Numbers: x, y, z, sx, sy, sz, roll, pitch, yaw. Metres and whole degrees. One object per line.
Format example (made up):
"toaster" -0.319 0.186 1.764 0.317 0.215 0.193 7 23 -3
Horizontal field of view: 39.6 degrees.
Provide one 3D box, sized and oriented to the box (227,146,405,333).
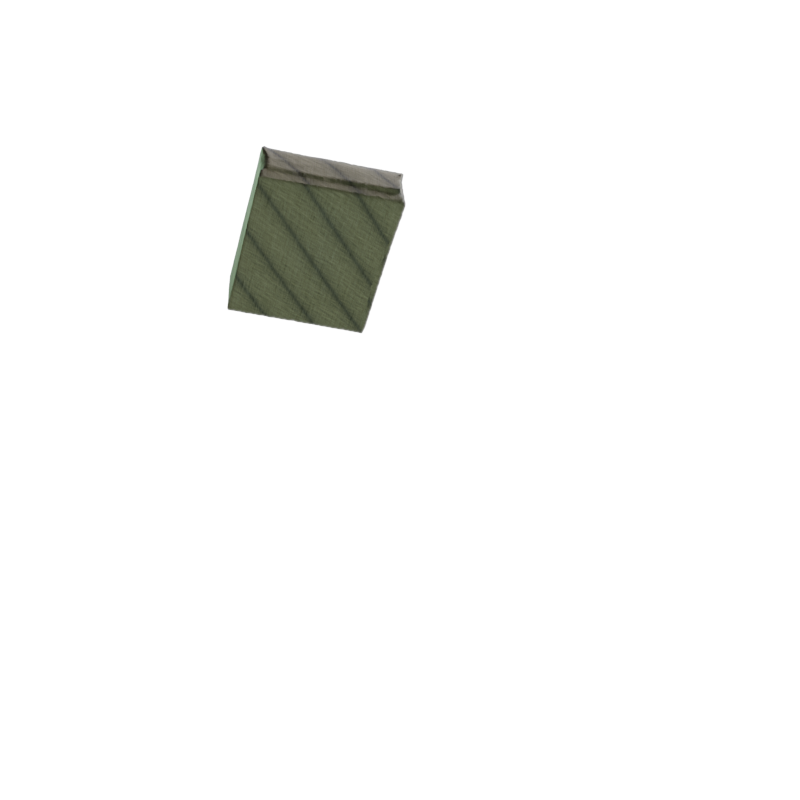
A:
"box" -0.044 -0.080 0.561 0.072 0.084 0.032 11 39 -10
